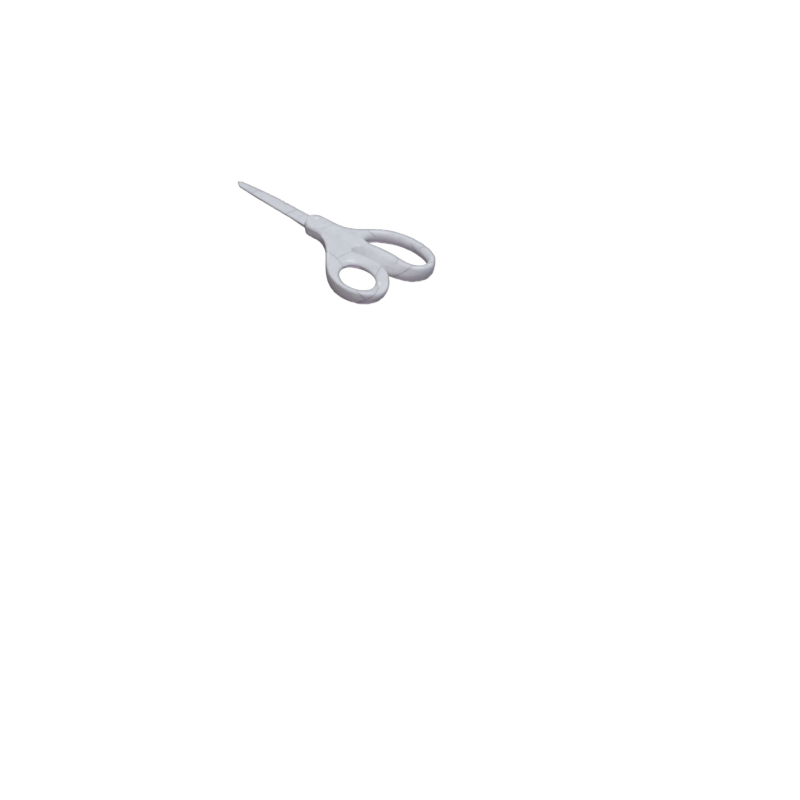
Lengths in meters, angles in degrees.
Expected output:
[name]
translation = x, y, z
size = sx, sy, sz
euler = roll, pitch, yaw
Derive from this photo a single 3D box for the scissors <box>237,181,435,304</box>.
[scissors]
translation = -0.071, -0.129, 0.906
size = 0.210, 0.015, 0.099
euler = 20, 45, 21
